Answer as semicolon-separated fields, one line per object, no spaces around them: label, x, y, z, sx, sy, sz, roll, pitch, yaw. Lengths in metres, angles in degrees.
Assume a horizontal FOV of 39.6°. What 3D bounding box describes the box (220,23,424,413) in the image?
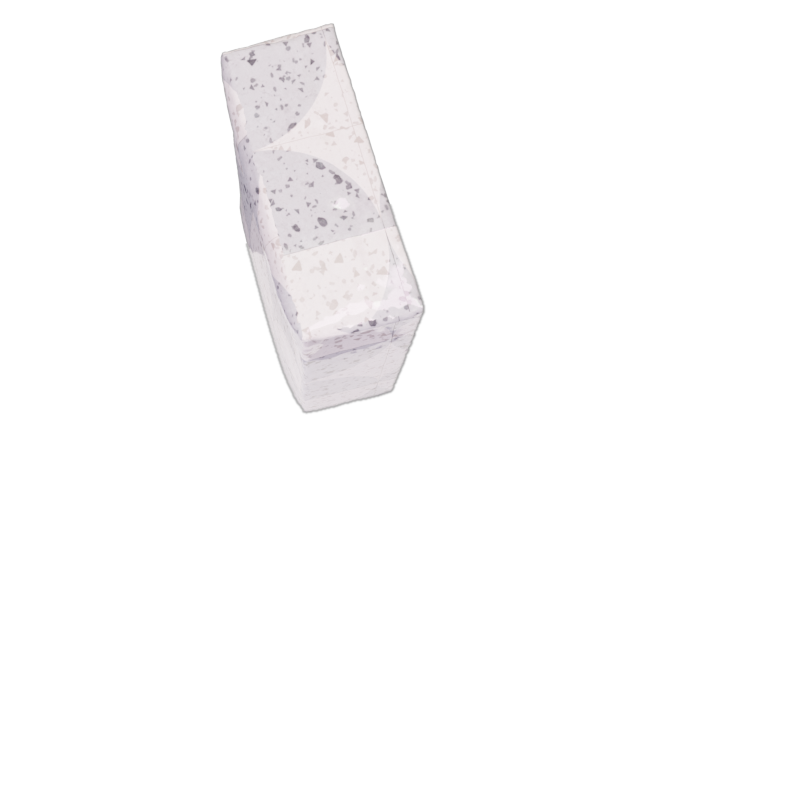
box;-0.051;-0.093;0.652;0.071;0.171;0.207;-15;-12;-7
